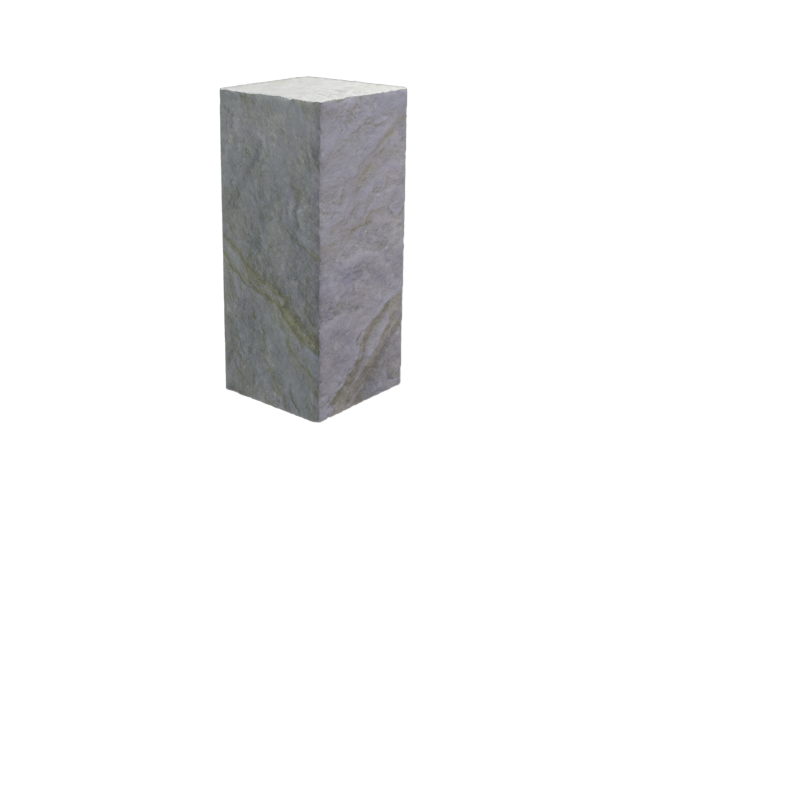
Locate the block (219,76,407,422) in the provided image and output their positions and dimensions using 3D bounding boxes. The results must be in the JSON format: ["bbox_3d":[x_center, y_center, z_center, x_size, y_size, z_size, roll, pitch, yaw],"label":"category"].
[{"bbox_3d":[-0.058,-0.106,0.739,0.095,0.198,0.089,15,22,36],"label":"block"}]
